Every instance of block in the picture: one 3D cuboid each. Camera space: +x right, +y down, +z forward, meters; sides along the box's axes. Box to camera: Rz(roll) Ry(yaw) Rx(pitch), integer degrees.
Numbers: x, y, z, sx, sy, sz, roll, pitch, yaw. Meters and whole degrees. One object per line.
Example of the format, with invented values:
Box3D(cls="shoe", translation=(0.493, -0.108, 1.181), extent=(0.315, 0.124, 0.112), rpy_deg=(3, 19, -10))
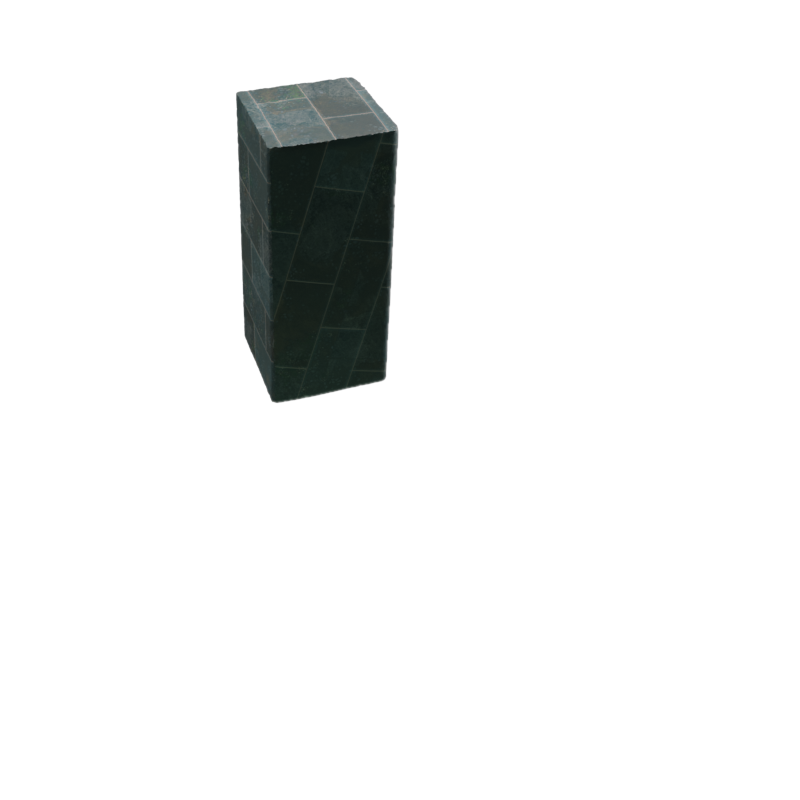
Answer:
Box3D(cls="block", translation=(-0.061, -0.112, 0.787), extent=(0.089, 0.193, 0.098), rpy_deg=(-10, 36, -17))
